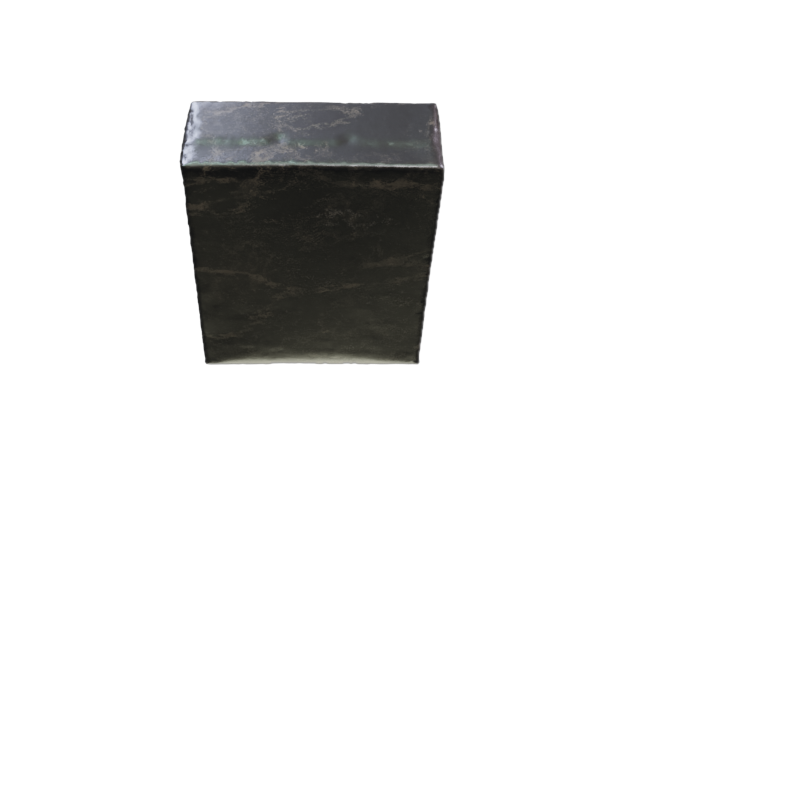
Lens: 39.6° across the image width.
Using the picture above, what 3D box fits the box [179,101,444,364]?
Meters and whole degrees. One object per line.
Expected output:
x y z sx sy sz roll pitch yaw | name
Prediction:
-0.061 -0.111 0.774 0.164 0.077 0.199 1 -37 -2 | box
